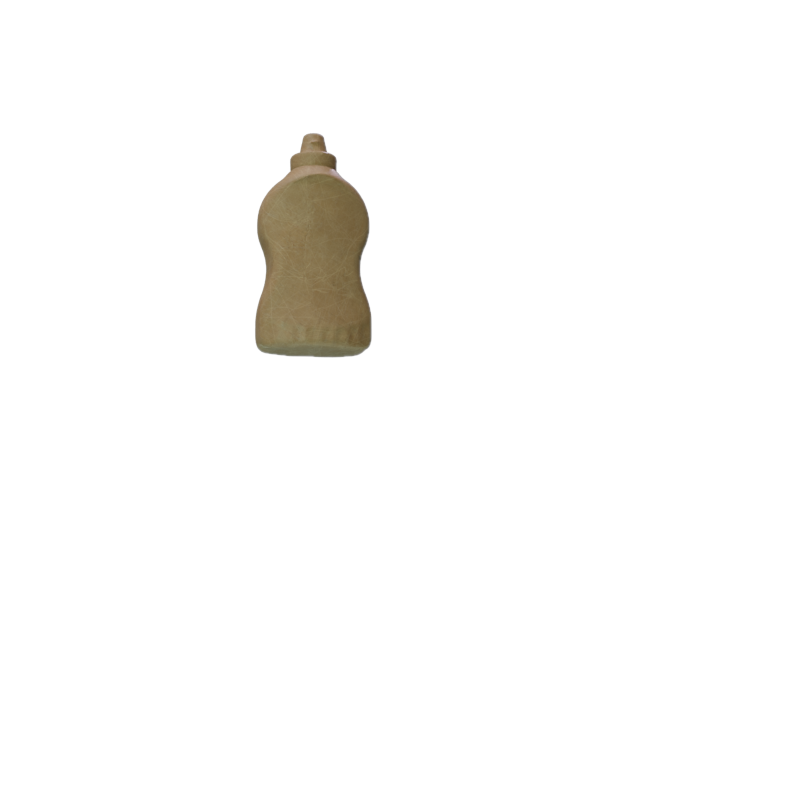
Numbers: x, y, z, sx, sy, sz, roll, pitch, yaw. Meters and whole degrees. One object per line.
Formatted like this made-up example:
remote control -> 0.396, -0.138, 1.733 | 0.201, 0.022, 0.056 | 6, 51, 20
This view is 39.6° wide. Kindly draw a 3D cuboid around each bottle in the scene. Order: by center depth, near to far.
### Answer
bottle -> -0.074, -0.135, 0.947 | 0.095, 0.199, 0.057 | 1, -15, -10
